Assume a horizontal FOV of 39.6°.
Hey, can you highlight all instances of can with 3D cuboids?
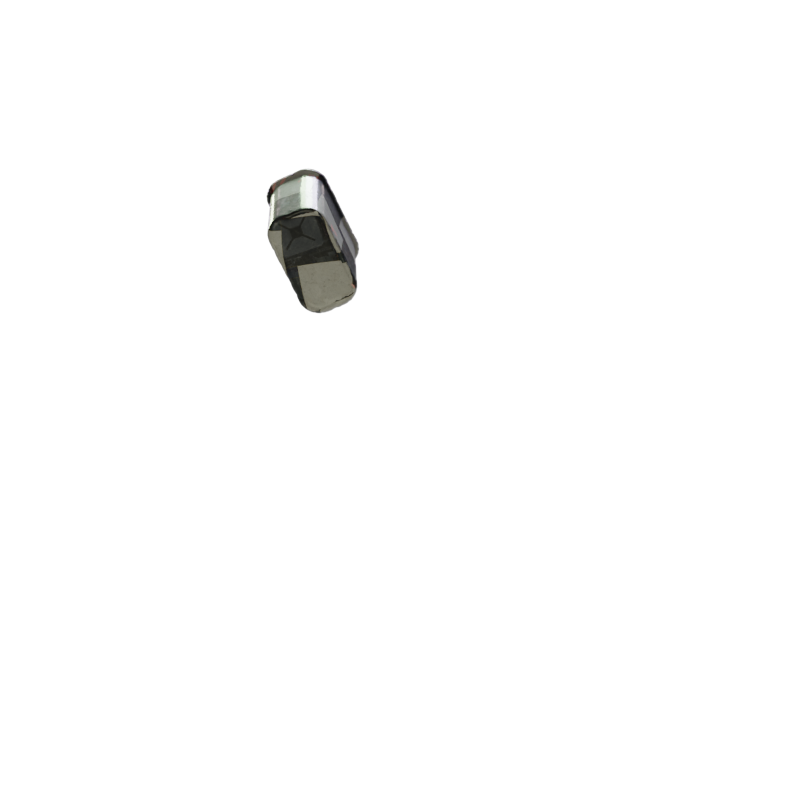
[{"bbox_3d":[-0.075,-0.137,0.958,0.058,0.096,0.089,-23,27,9],"label":"can"}]
